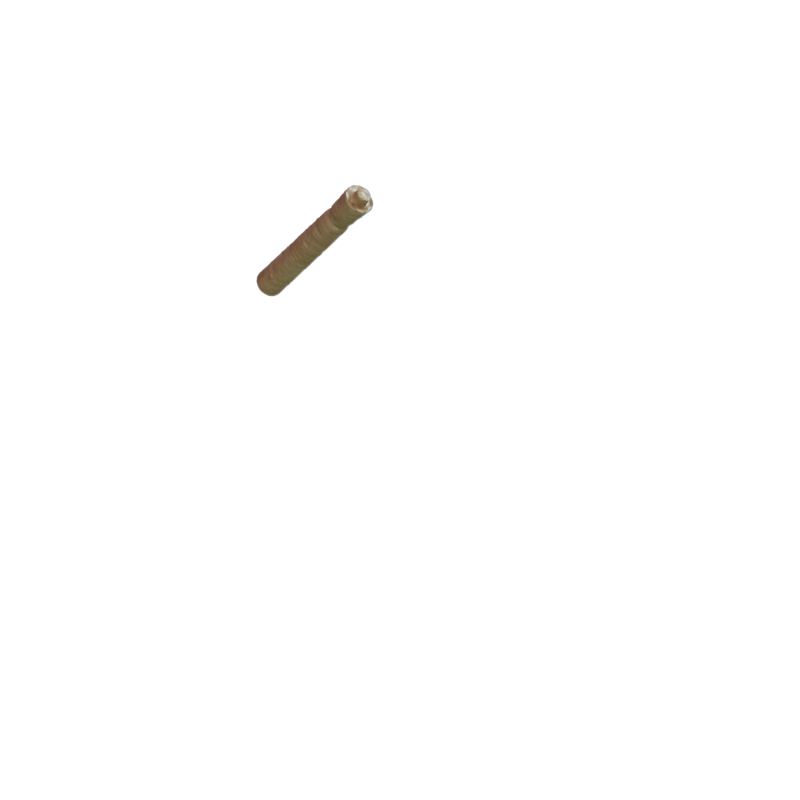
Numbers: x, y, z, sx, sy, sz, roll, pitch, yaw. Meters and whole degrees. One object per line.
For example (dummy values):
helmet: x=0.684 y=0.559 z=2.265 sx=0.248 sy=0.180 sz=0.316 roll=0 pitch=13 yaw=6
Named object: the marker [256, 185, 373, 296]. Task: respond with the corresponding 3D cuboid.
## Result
marker: x=-0.053 y=-0.097 z=0.679 sx=0.019 sy=0.021 sz=0.119 roll=-2 pitch=-20 yaw=-36
